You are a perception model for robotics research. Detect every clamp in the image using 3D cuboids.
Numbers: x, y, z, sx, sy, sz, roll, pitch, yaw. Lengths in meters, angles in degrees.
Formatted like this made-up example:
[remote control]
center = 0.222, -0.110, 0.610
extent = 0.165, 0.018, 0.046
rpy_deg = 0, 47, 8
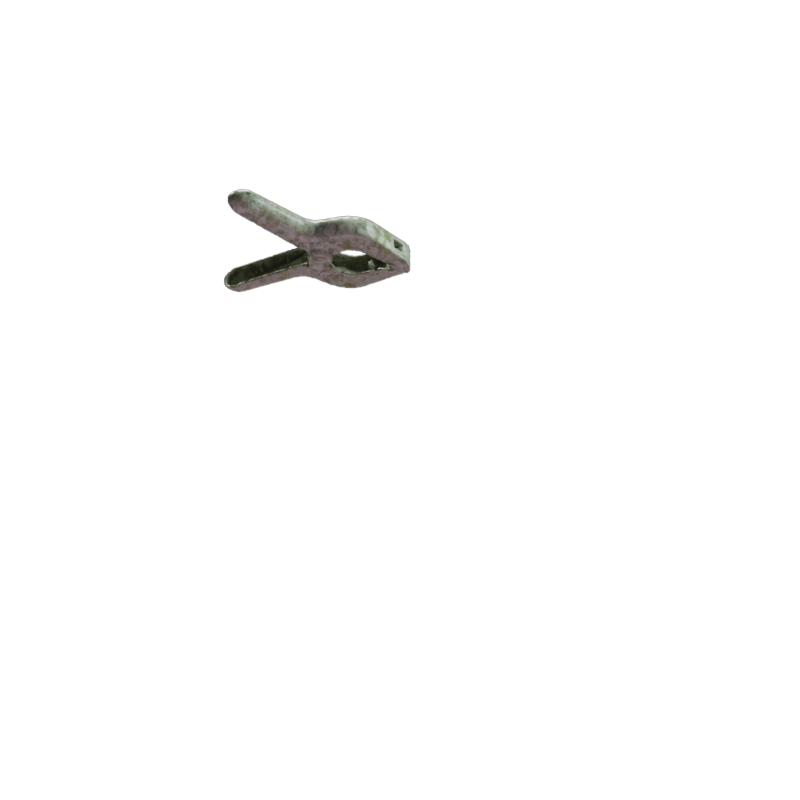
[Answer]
[clamp]
center = -0.077, -0.140, 0.977
extent = 0.172, 0.042, 0.112
rpy_deg = -1, -32, 2
